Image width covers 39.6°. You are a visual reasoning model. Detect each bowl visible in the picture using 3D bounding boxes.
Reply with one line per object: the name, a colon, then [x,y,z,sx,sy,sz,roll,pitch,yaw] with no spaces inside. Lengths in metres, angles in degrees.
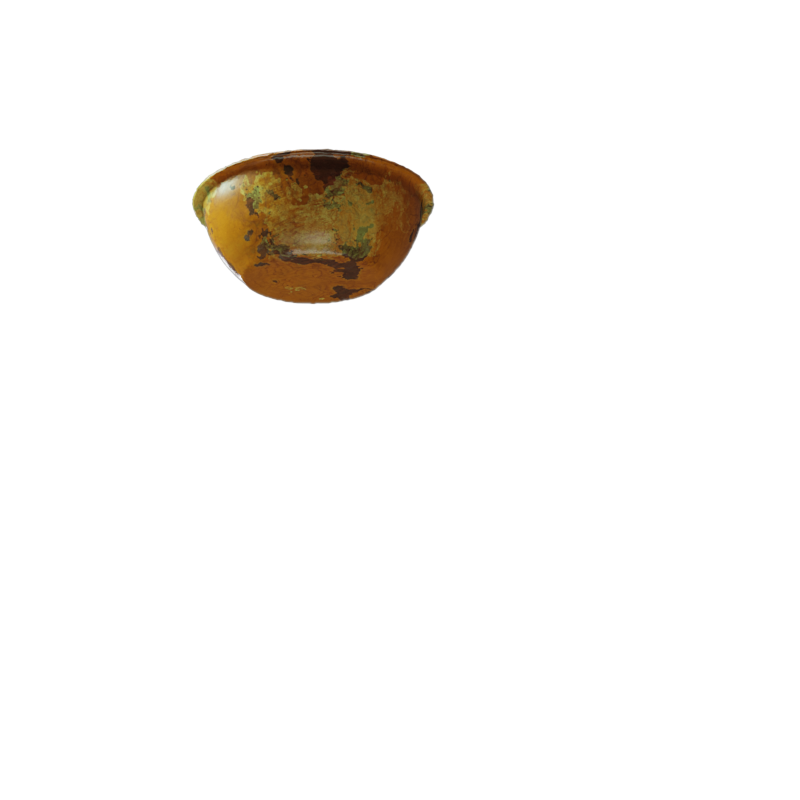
bowl: [-0.057,-0.104,0.731,0.162,0.058,0.155,0,-17,-2]
